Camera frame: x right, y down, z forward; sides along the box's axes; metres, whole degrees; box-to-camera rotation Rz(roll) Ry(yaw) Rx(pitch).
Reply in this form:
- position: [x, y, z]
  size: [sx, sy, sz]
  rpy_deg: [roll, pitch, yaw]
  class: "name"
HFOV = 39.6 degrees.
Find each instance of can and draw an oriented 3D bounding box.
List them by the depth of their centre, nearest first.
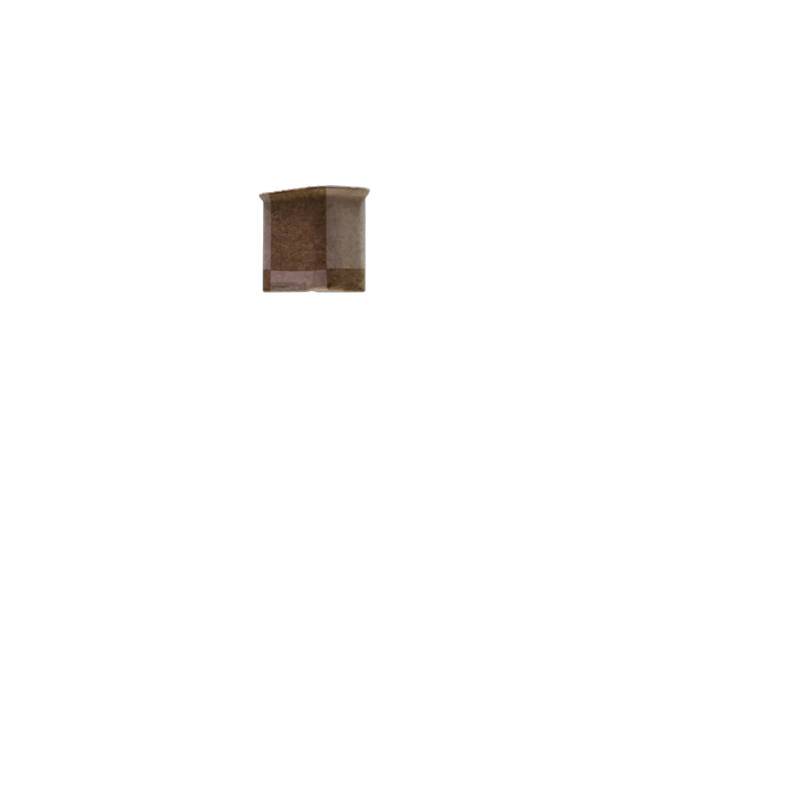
- position: [-0.071, -0.130, 0.911]
  size: [0.055, 0.084, 0.106]
  rpy_deg: [0, 2, -39]
  class: "can"
